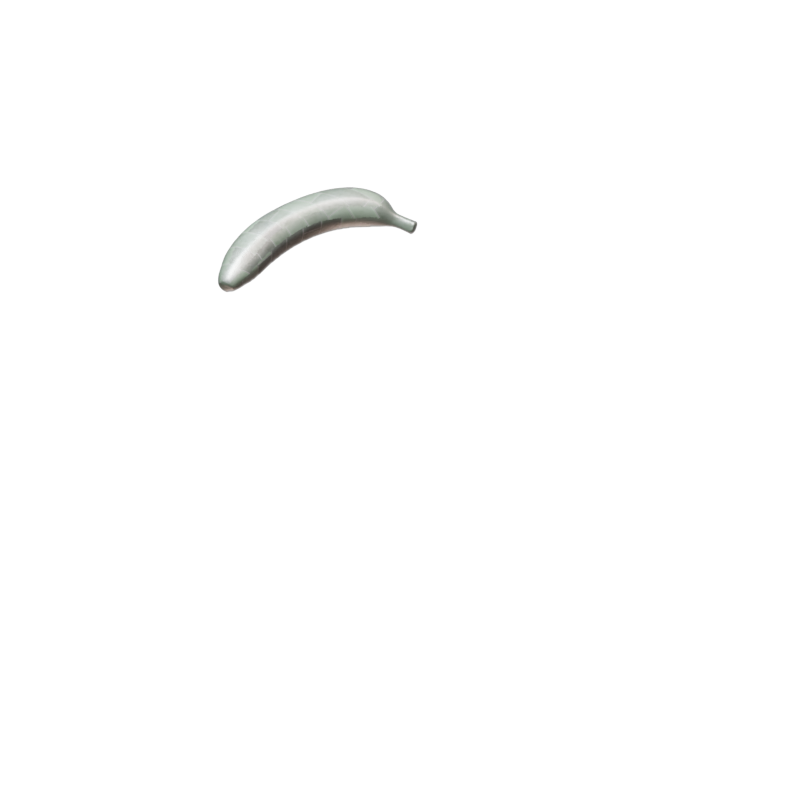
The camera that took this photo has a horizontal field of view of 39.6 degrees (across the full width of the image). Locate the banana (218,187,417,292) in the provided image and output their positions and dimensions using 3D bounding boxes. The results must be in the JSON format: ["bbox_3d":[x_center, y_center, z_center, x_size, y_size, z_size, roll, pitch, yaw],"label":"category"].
[{"bbox_3d":[-0.083,-0.150,0.978,0.196,0.034,0.075,-23,46,-24],"label":"banana"}]
